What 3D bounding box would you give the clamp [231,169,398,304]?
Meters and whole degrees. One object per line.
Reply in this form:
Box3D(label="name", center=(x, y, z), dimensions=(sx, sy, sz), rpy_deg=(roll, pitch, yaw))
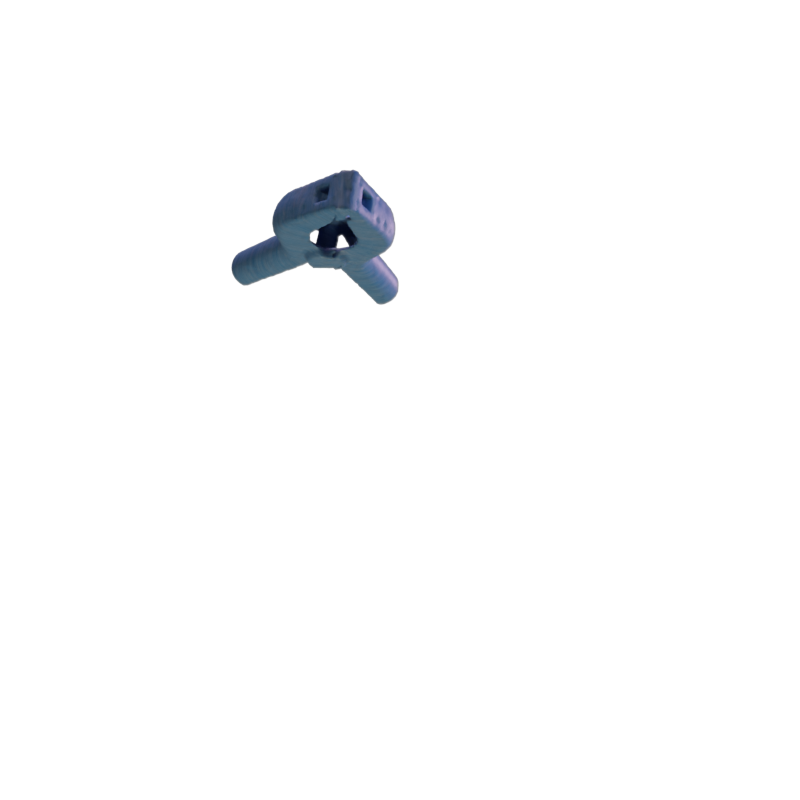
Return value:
Box3D(label="clamp", center=(-0.058, -0.106, 0.740), dimensions=(0.120, 0.041, 0.163), rpy_deg=(0, -19, -1))
